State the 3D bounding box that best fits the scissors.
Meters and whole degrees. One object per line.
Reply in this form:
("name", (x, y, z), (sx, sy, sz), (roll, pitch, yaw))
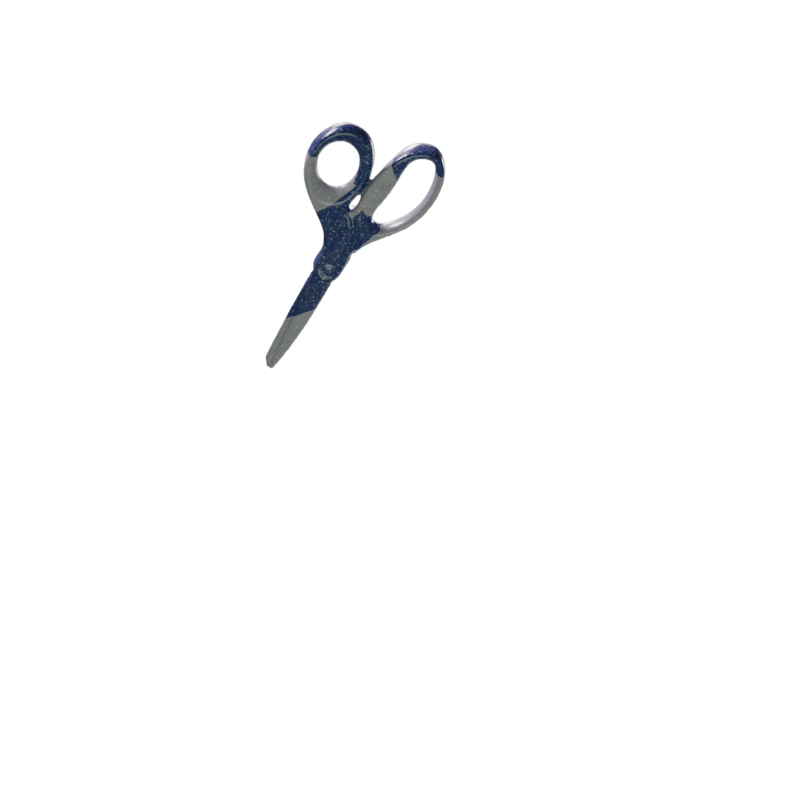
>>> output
("scissors", (-0.057, -0.103, 0.723), (0.091, 0.017, 0.199), (37, -62, -24))
